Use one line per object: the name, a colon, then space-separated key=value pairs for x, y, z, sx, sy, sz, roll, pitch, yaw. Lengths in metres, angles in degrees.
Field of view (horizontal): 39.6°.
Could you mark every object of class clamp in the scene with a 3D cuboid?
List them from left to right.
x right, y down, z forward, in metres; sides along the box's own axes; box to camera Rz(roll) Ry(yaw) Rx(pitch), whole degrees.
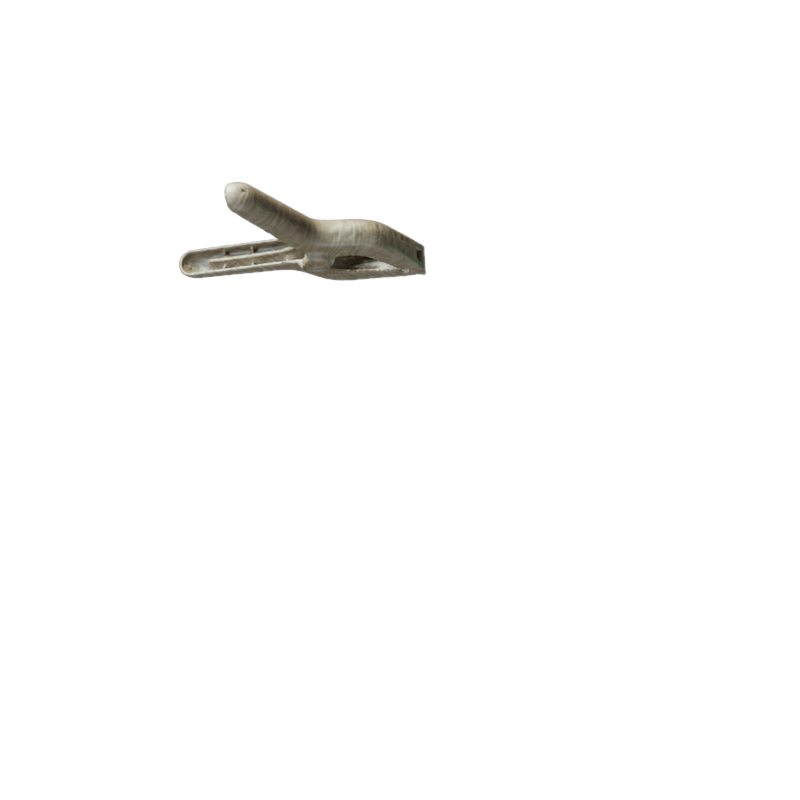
clamp: x=-0.073 y=-0.133 z=0.934 sx=0.206 sy=0.038 sz=0.161 roll=4 pitch=-16 yaw=-14
